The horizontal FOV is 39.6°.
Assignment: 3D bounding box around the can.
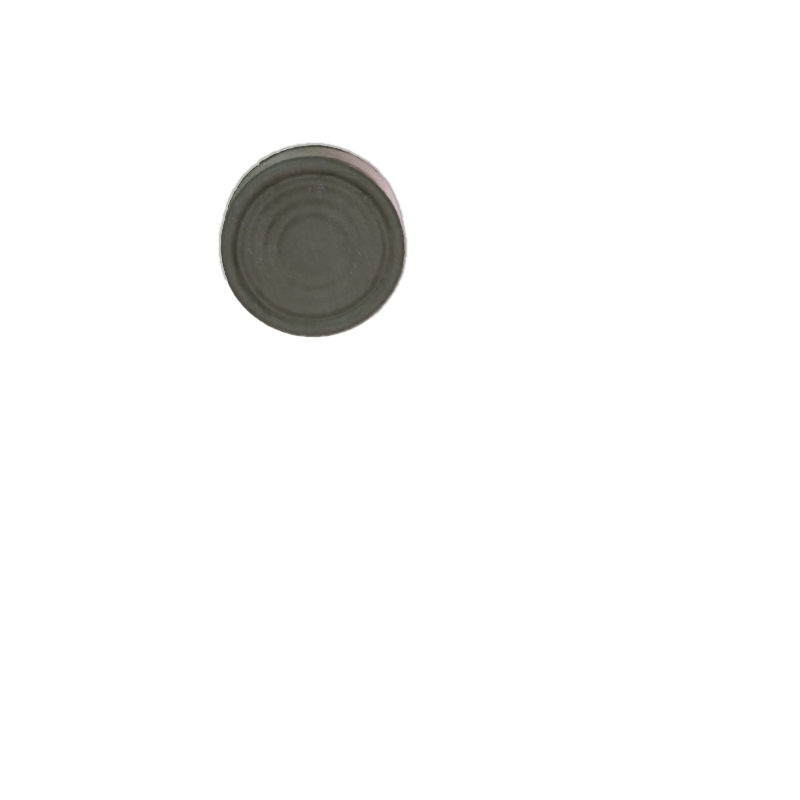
[{"bbox_3d":[-0.040,-0.073,0.512,0.086,0.083,0.035,0,15,-1],"label":"can"}]
